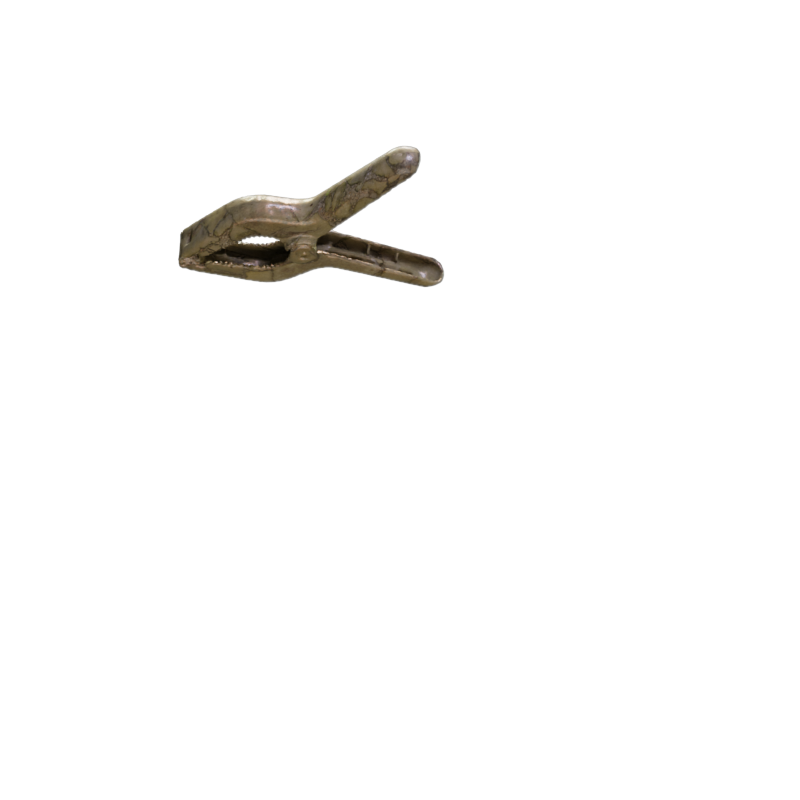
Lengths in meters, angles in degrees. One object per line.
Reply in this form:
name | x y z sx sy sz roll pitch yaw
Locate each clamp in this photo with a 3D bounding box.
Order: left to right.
clamp | -0.068 -0.124 0.870 0.212 0.039 0.152 -9 -32 14
